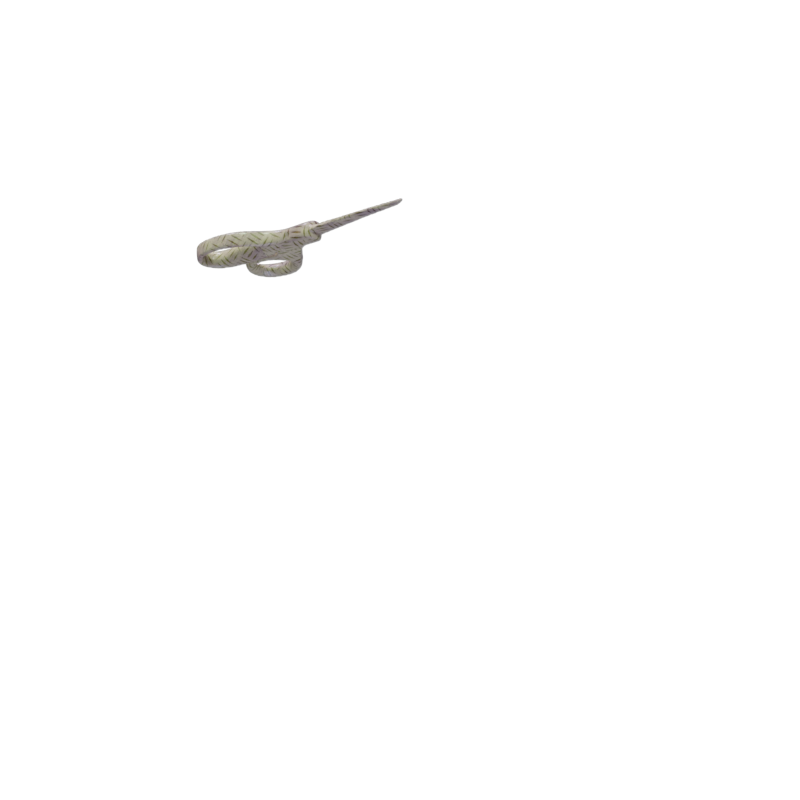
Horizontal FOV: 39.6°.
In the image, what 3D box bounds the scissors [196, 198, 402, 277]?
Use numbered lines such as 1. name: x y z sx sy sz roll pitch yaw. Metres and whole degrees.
1. scissors: -0.069 -0.126 0.884 0.206 0.016 0.090 -6 -13 28
